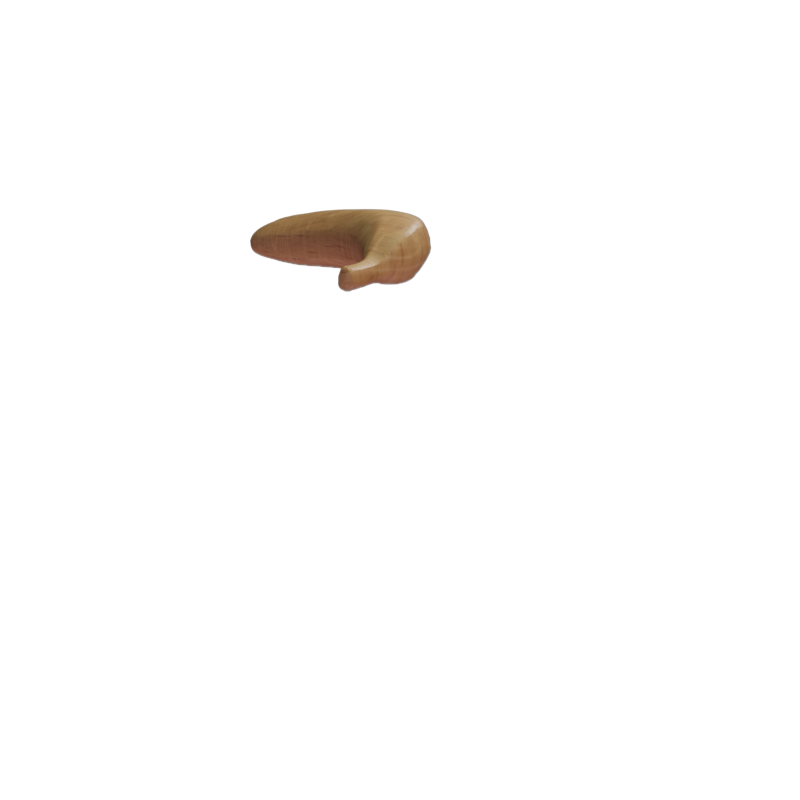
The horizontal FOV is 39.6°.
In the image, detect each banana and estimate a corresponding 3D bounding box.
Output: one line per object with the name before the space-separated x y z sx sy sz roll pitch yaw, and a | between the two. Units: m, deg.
banana | -0.030 -0.089 0.623 0.068 0.036 0.205 -3 11 -19
